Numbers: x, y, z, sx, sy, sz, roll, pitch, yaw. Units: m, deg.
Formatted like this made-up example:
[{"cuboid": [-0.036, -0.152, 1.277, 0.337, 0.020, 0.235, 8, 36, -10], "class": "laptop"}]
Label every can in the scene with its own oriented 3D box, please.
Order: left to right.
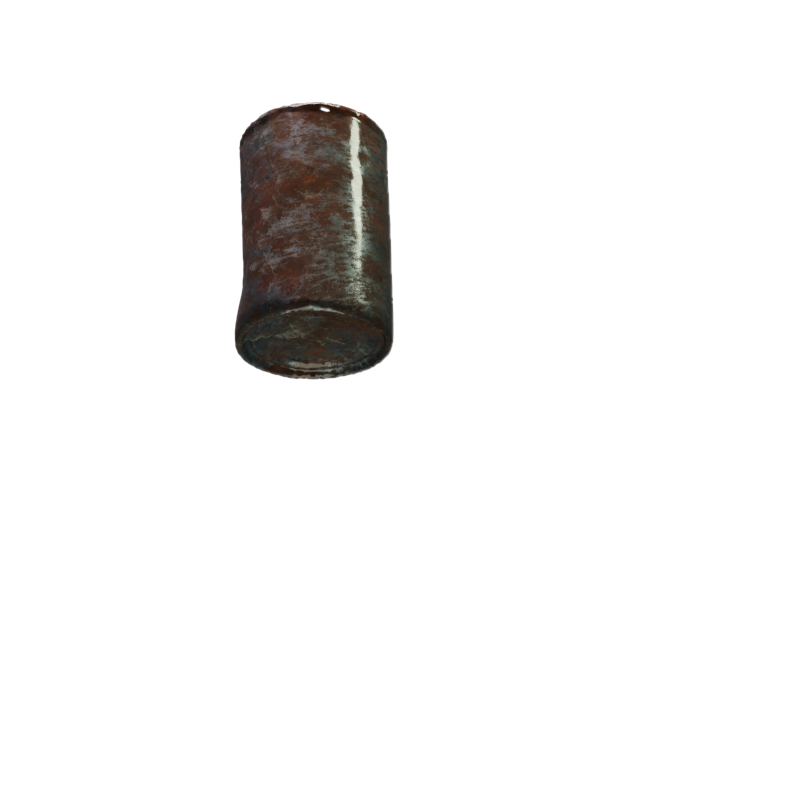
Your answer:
[{"cuboid": [-0.038, -0.069, 0.482, 0.068, 0.109, 0.064, 0, -28, -2], "class": "can"}]
